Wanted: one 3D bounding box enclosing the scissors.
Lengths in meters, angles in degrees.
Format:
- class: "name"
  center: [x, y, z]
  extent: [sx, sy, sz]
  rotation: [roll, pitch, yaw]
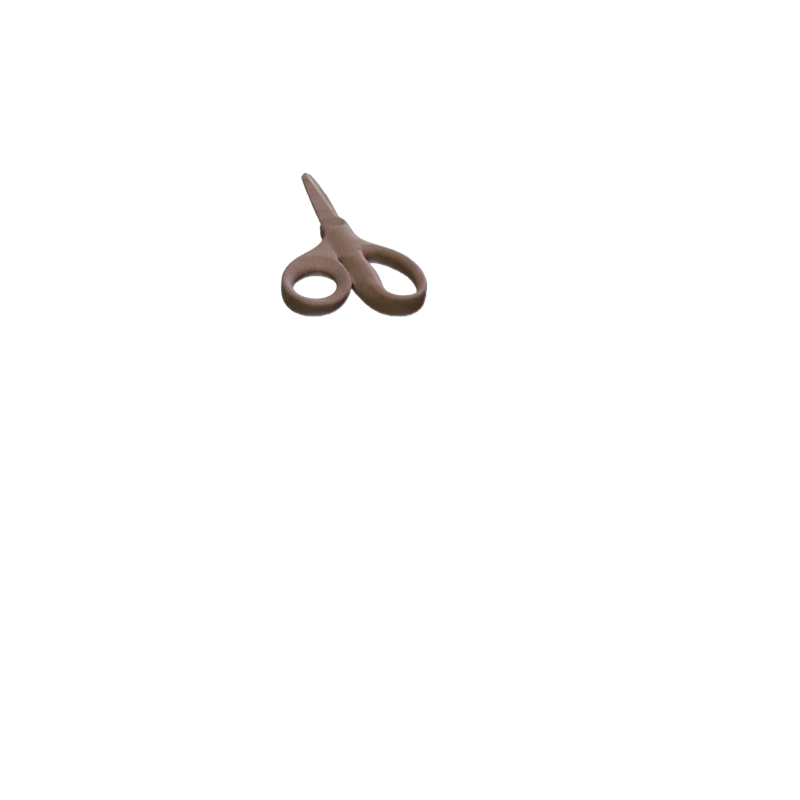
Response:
- class: "scissors"
  center: [-0.057, -0.103, 0.725]
  extent: [0.095, 0.015, 0.217]
  rotation: [-17, 36, -24]
